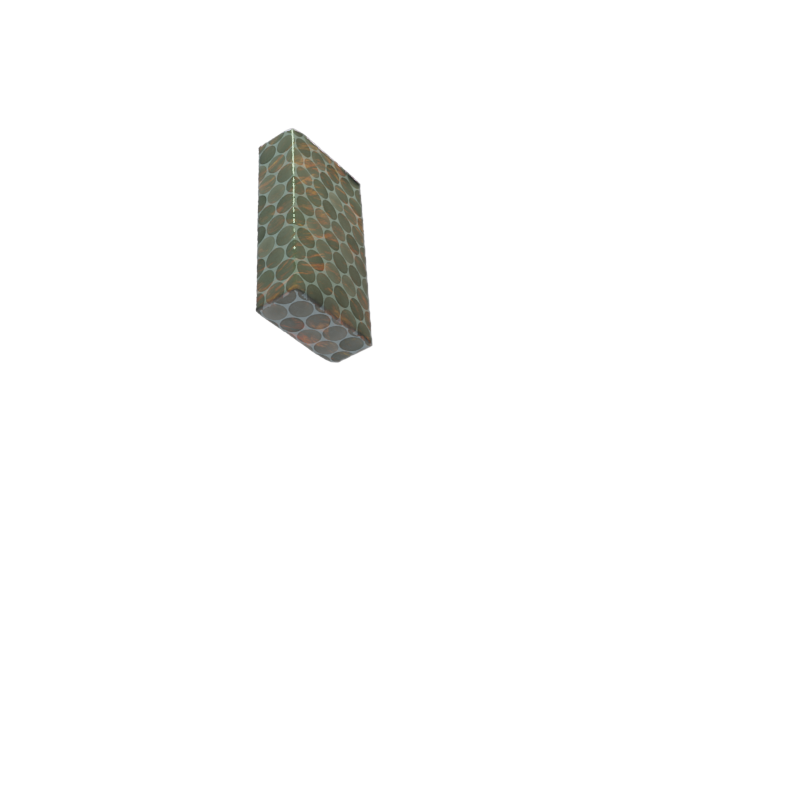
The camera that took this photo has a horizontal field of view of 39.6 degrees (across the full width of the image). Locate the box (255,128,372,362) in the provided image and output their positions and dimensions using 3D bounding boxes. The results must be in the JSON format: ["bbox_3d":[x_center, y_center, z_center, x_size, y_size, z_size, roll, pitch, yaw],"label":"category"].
[{"bbox_3d":[-0.068,-0.125,0.873,0.048,0.189,0.087,-28,-44,29],"label":"box"}]
